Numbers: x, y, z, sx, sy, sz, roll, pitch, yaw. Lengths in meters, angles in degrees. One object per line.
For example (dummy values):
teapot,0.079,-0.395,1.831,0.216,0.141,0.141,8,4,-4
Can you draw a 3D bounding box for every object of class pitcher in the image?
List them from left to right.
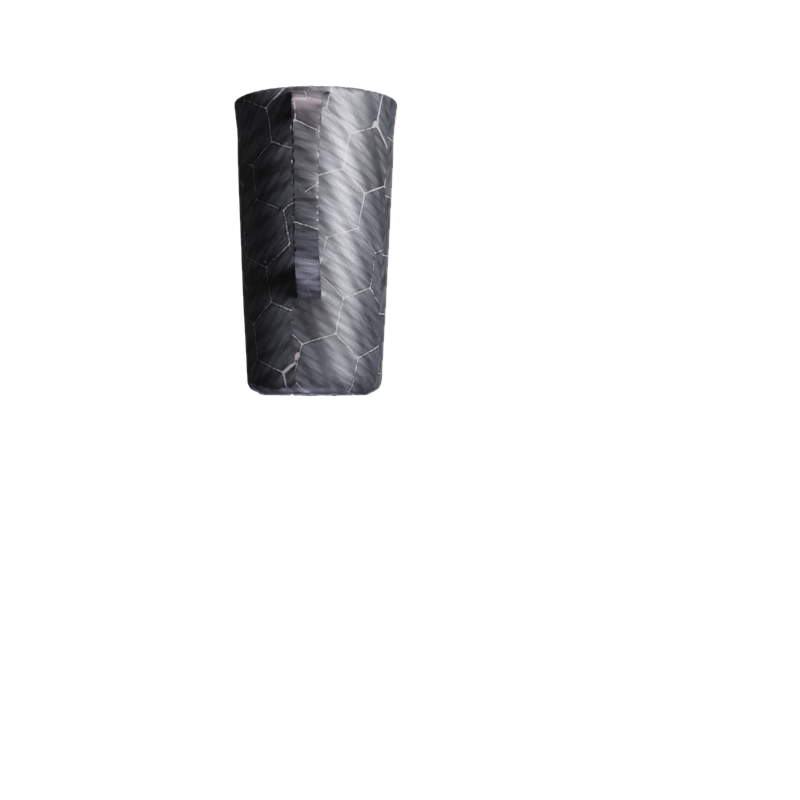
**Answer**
pitcher,-0.069,-0.127,0.886,0.143,0.246,0.150,4,-6,-45
